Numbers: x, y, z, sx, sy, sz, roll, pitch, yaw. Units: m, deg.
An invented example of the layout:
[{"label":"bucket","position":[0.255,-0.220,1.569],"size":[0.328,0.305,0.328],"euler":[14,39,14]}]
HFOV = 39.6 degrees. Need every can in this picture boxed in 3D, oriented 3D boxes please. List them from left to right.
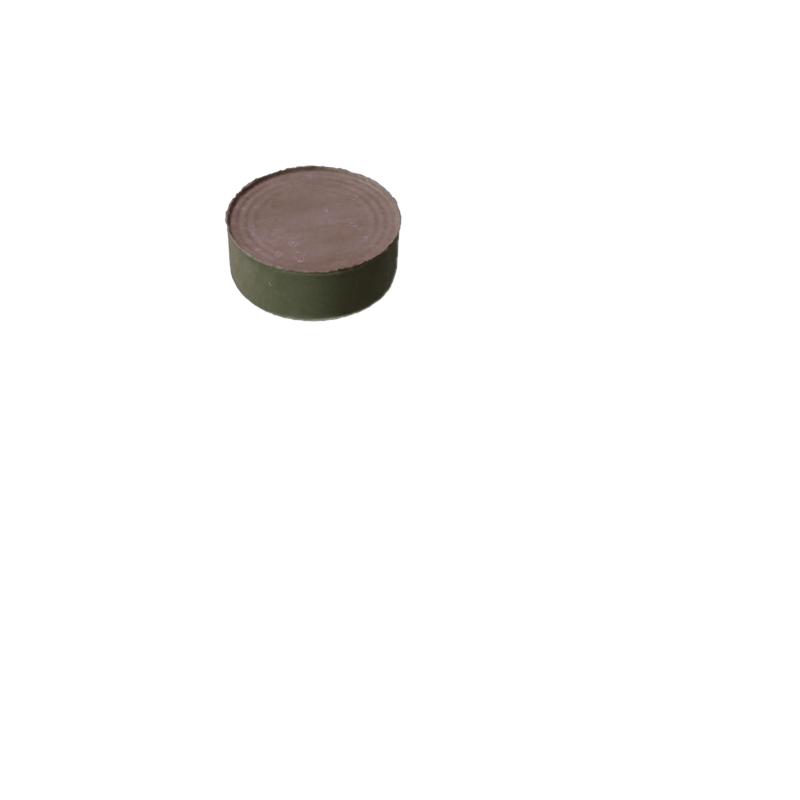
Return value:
[{"label":"can","position":[-0.043,-0.078,0.549],"size":[0.086,0.031,0.092],"euler":[-1,43,-2]}]
